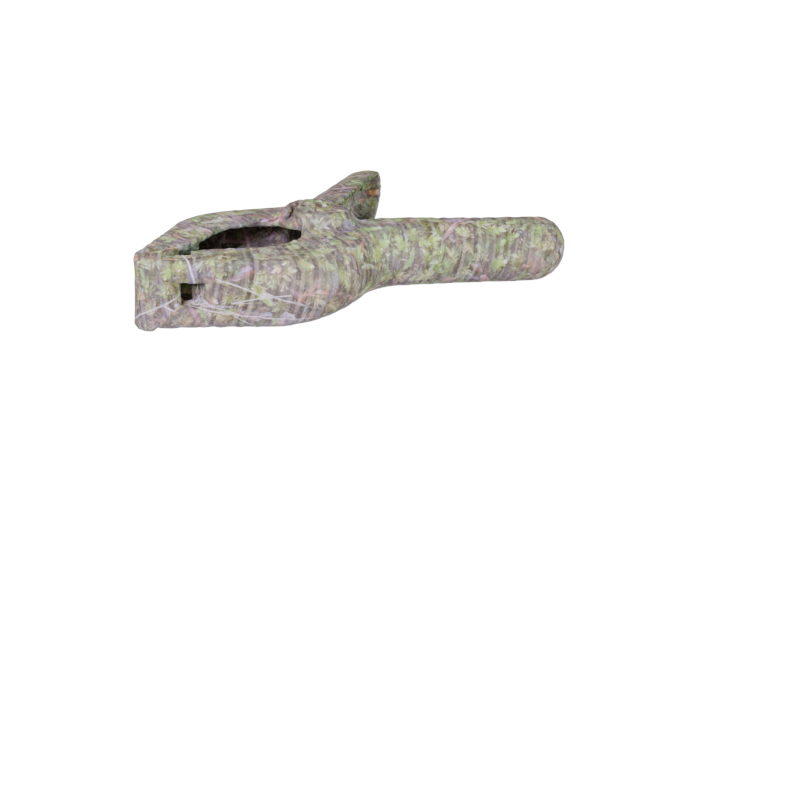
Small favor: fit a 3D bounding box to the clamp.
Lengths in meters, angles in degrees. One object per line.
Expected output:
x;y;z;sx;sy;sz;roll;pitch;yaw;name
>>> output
-0.035;-0.063;0.443;0.167;0.038;0.127;-12;21;-32;clamp
